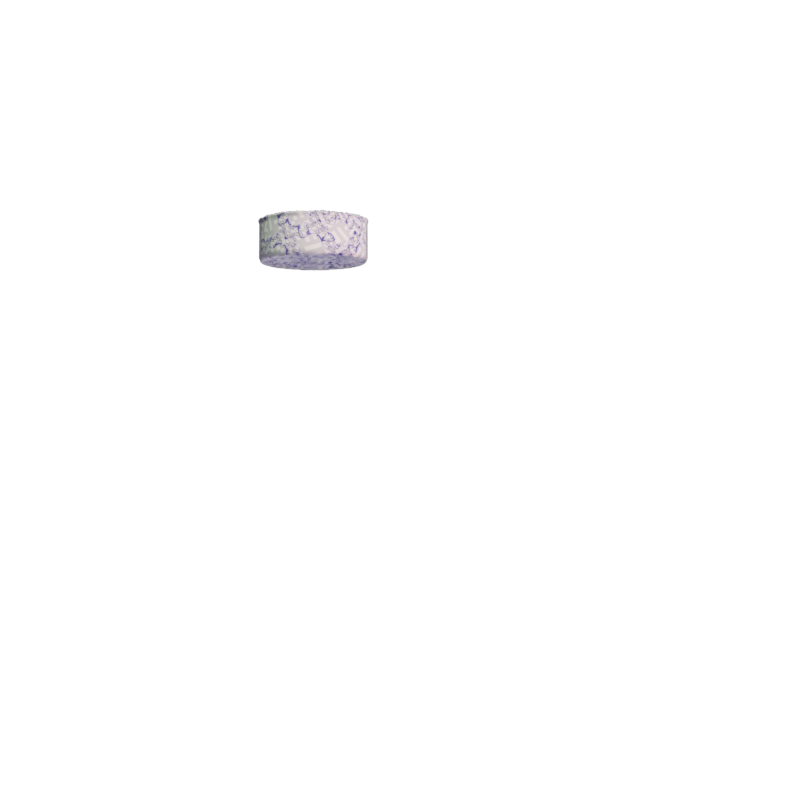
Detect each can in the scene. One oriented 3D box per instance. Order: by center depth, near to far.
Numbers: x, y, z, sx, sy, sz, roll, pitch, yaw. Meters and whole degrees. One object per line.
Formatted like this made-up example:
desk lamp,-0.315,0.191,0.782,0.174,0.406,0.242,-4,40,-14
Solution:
can,-0.067,-0.123,0.860,0.086,0.034,0.085,0,-3,-2
